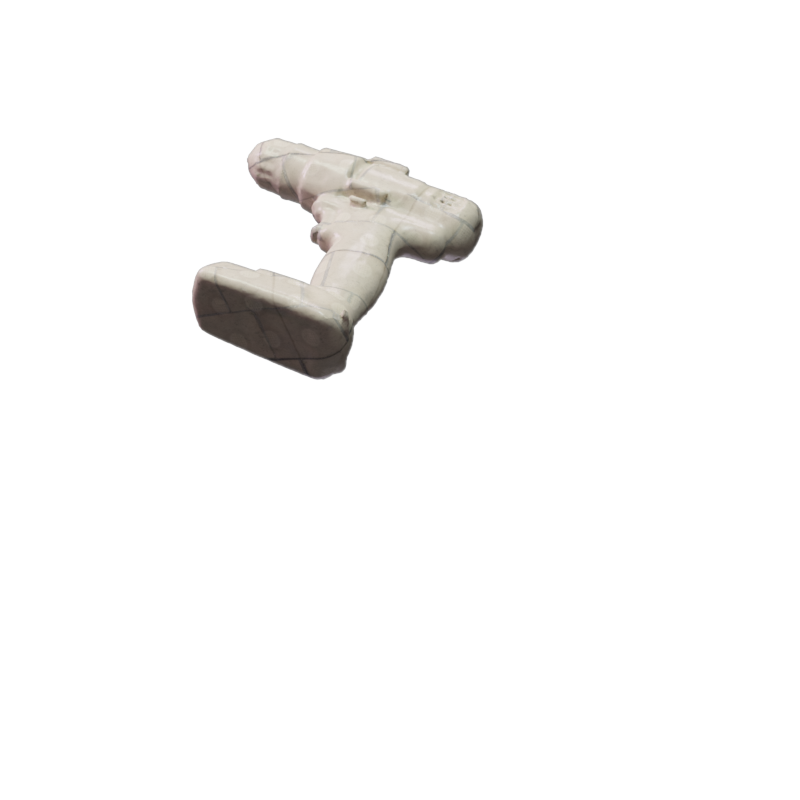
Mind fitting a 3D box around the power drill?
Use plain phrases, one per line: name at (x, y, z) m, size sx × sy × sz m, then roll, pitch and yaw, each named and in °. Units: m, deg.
power drill at (-0.059, -0.107, 0.752) m, size 0.192 × 0.053 × 0.193 m, roll 20°, pitch 46°, yaw 20°
